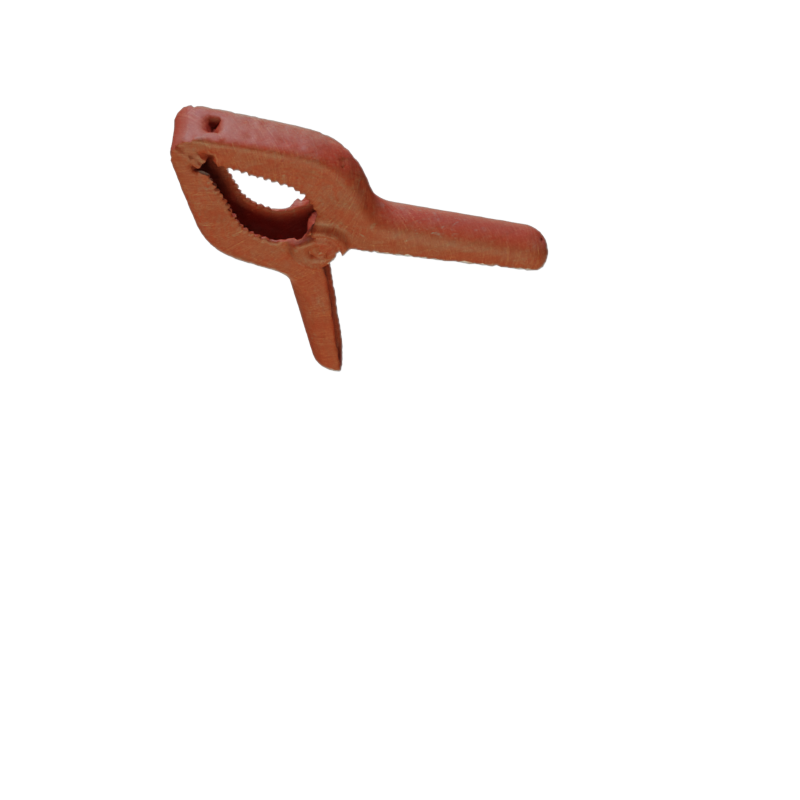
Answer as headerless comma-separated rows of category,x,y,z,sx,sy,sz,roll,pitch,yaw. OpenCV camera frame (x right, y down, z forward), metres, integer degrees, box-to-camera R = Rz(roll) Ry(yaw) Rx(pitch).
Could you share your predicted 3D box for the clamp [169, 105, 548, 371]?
clamp,-0.047,-0.086,0.604,0.198,0.039,0.163,27,-44,-32
